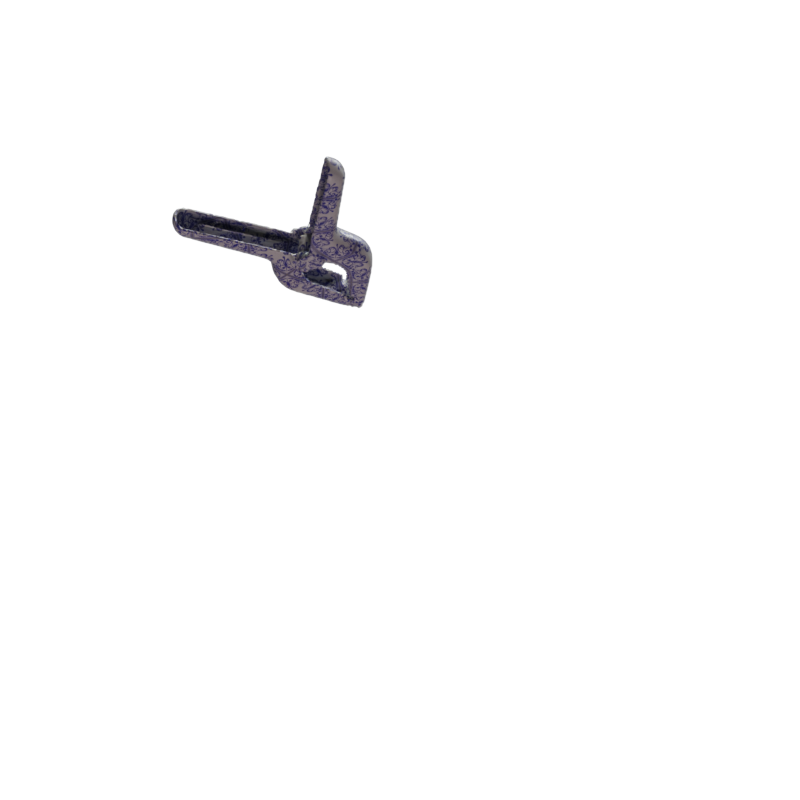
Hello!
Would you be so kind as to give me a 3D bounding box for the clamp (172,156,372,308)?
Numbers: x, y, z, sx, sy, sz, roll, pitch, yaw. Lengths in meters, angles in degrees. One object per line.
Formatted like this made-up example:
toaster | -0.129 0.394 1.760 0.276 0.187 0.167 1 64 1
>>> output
clamp | -0.078 -0.142 0.998 0.166 0.039 0.195 -17 -31 30
